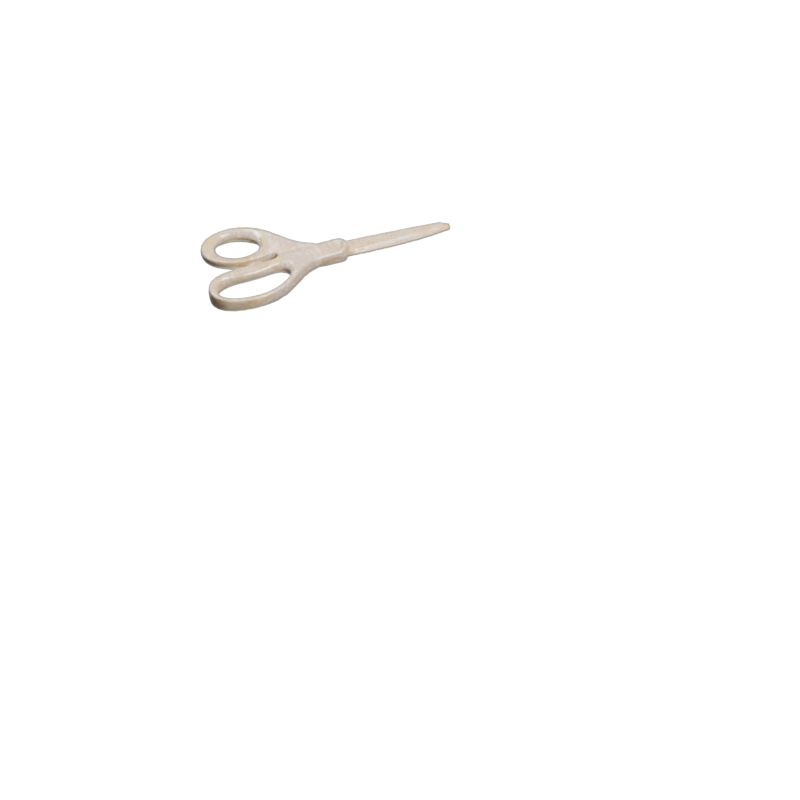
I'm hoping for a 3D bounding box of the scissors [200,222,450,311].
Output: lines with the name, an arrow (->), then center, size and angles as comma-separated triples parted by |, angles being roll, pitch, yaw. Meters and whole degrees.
scissors -> -0.068, -0.124, 0.869 | 0.201, 0.015, 0.104 | -27, 49, -26
